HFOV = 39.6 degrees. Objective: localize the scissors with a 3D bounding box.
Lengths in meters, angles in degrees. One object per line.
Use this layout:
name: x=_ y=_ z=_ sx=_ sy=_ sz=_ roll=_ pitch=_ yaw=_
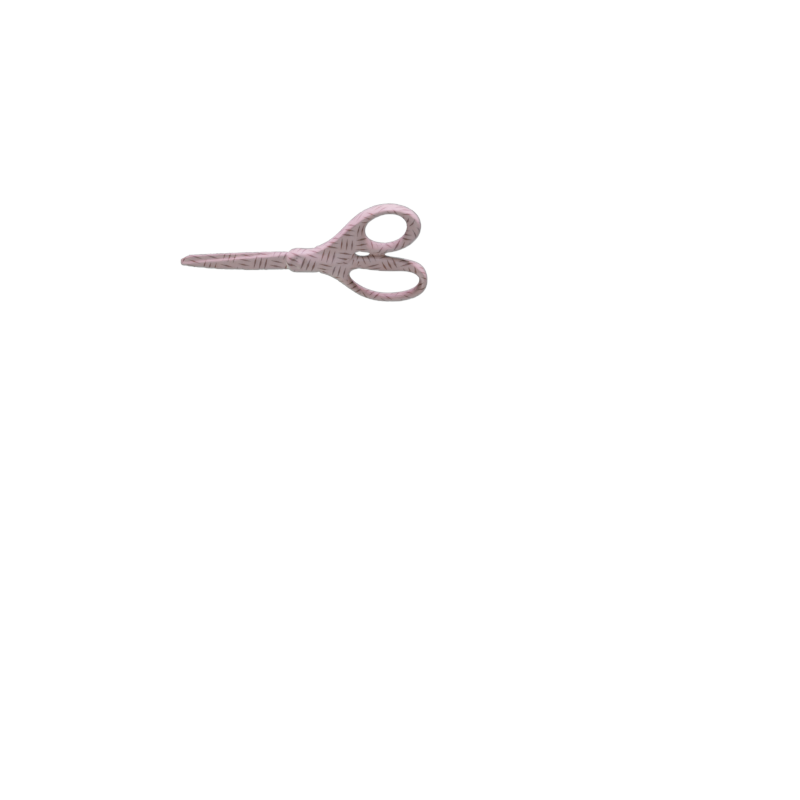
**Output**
scissors: x=-0.071 y=-0.129 z=0.901 sx=0.199 sy=0.092 sz=0.017 roll=13 pitch=29 yaw=-7
